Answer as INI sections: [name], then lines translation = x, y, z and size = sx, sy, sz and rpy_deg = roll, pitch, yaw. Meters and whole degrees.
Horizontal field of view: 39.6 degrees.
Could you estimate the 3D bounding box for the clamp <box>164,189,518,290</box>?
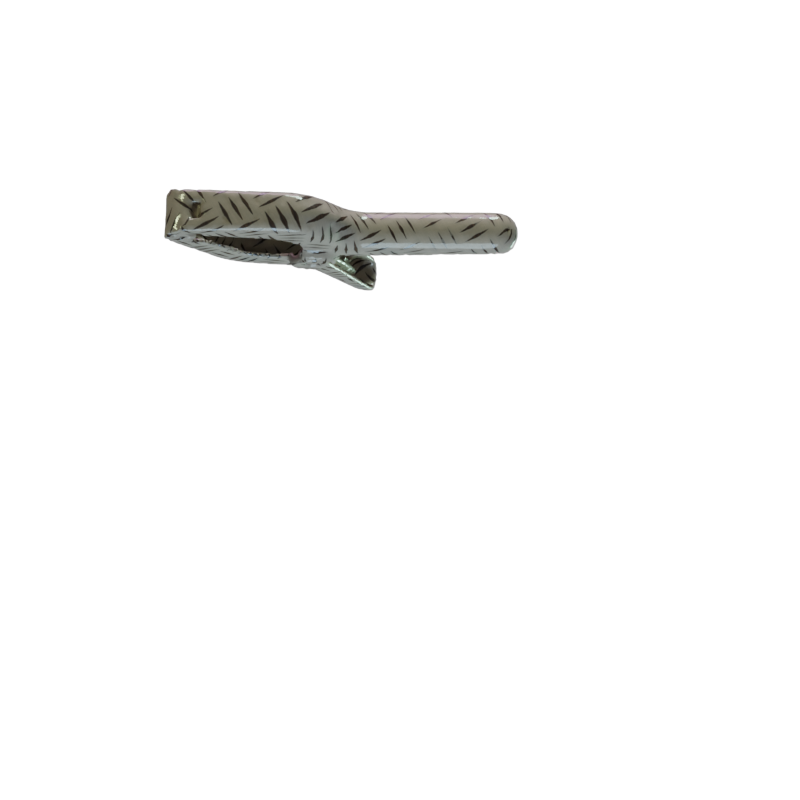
[clamp]
translation = -0.056, -0.101, 0.710
size = 0.203, 0.037, 0.166
rpy_deg = 3, -8, -27
